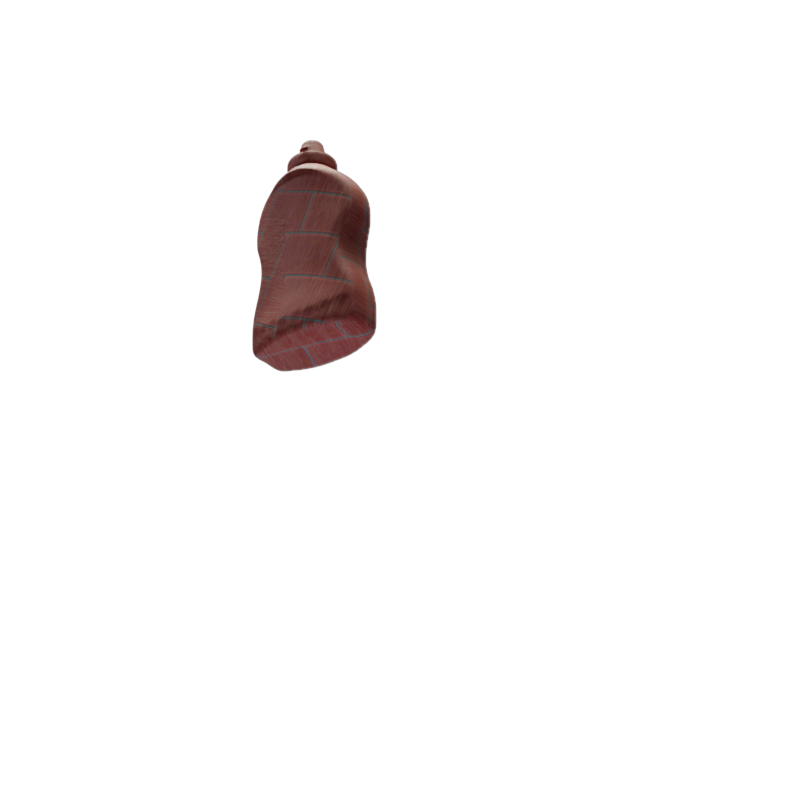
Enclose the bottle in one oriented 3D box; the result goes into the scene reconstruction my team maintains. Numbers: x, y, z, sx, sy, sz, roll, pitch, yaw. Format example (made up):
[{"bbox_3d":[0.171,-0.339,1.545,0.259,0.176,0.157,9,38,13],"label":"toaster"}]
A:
[{"bbox_3d":[-0.068,-0.123,0.860,0.097,0.205,0.054,-23,-38,29],"label":"bottle"}]
